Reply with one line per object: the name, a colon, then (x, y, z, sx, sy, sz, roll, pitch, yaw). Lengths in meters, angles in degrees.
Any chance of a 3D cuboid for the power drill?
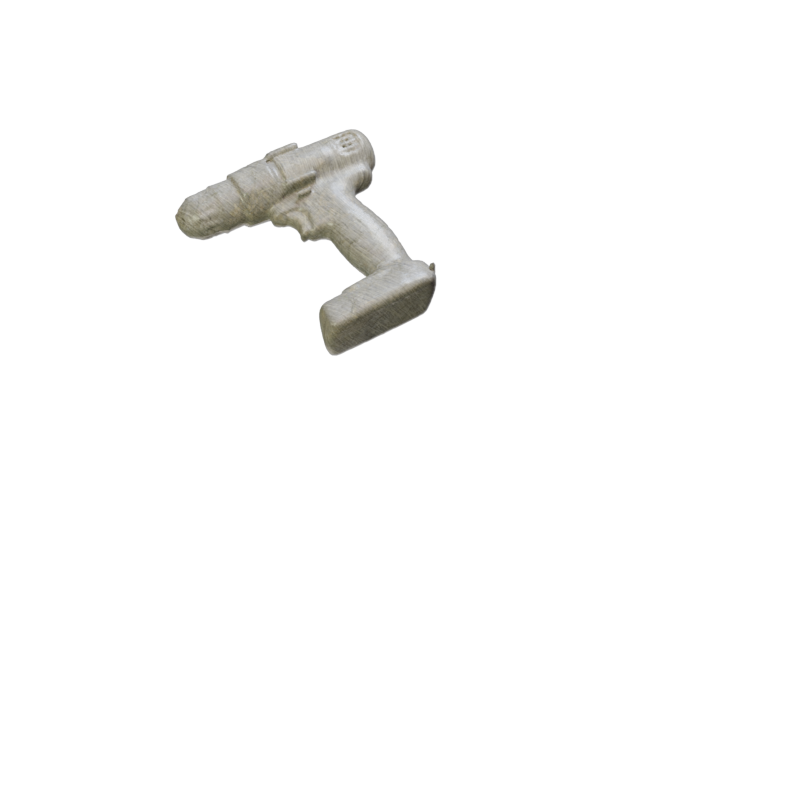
power drill: (-0.072, -0.132, 0.924, 0.184, 0.200, 0.054, -26, -27, -15)
